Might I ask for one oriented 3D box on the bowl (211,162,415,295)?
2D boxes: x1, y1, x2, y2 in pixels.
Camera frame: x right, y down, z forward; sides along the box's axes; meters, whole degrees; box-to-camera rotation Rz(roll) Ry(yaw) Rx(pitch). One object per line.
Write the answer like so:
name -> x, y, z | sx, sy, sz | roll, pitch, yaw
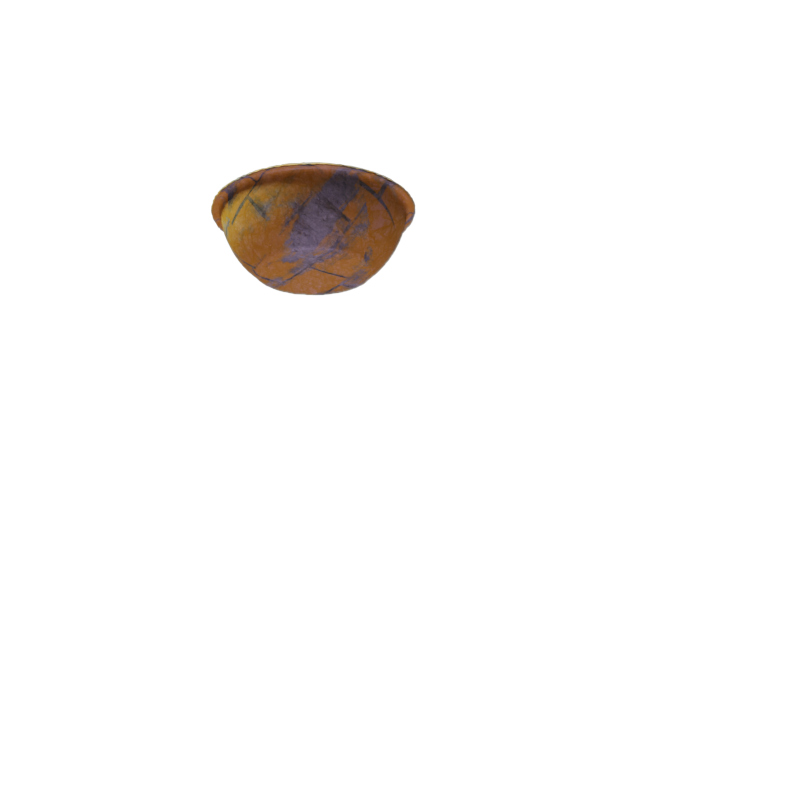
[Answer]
bowl -> -0.068, -0.124, 0.869 | 0.162, 0.058, 0.155 | 0, -18, -2
